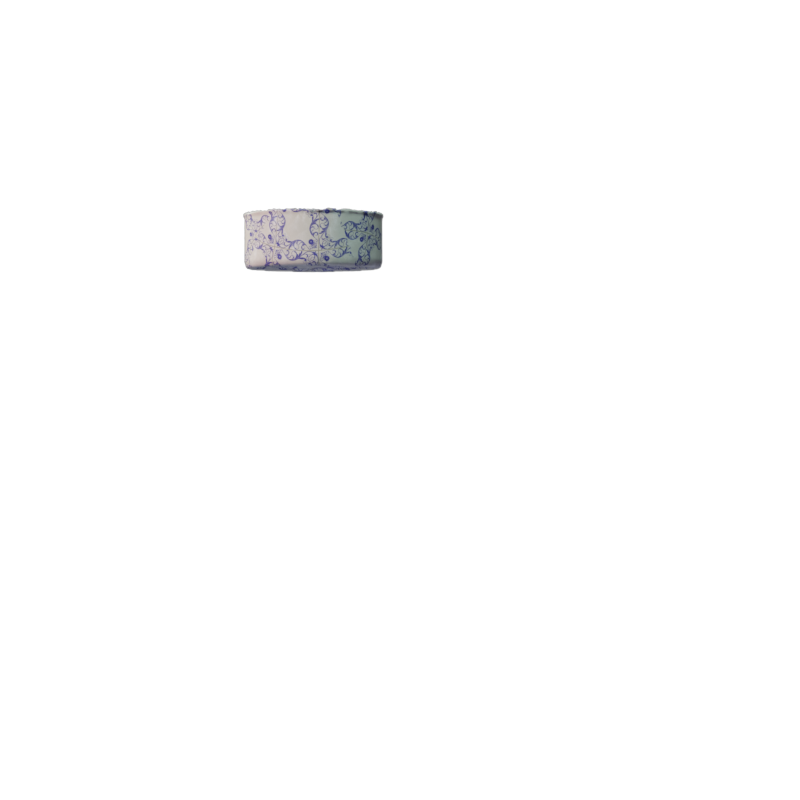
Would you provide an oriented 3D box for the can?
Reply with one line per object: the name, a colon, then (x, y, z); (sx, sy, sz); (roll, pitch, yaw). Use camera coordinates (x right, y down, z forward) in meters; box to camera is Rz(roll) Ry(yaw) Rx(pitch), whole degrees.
can: (-0.053, -0.097, 0.677); (0.086, 0.034, 0.086); (0, 3, -2)
